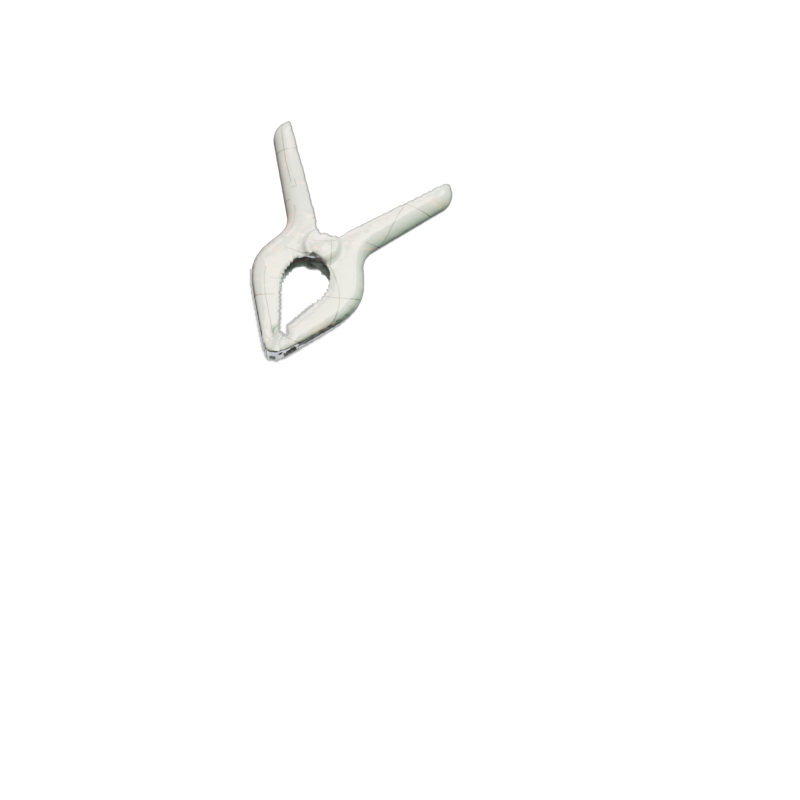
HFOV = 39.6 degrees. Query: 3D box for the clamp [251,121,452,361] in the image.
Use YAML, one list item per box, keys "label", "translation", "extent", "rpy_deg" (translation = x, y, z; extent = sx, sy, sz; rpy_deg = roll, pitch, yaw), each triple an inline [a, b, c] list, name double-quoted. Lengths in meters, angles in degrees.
- label: "clamp"
  translation: [-0.073, -0.133, 0.935]
  extent: [0.169, 0.215, 0.034]
  rpy_deg: [27, -21, 11]
